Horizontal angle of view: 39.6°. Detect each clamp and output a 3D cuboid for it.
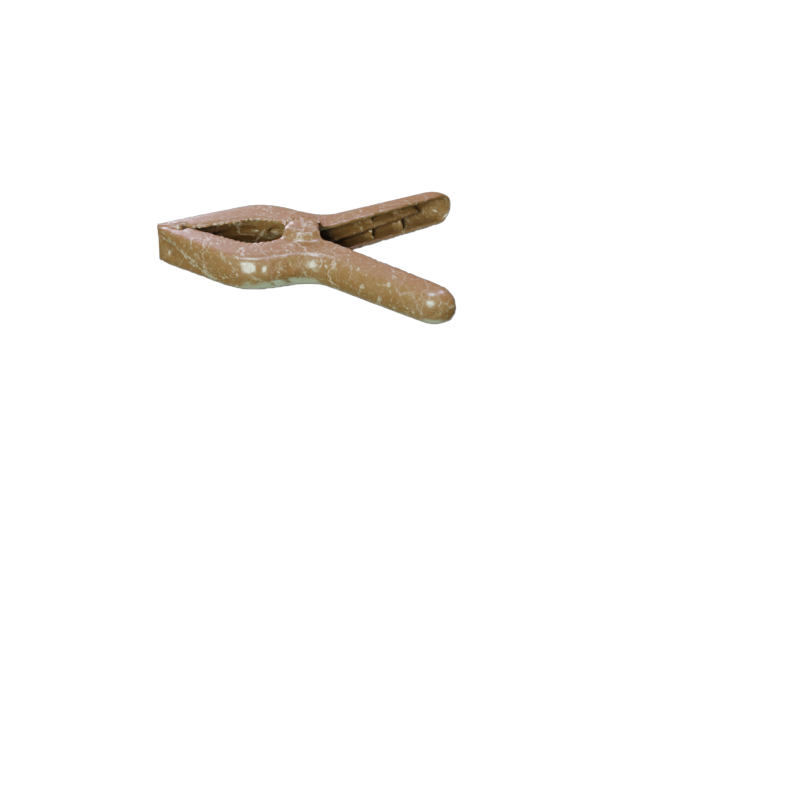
[{"bbox_3d":[-0.060,-0.109,0.764,0.213,0.034,0.172,6,32,9],"label":"clamp"}]
